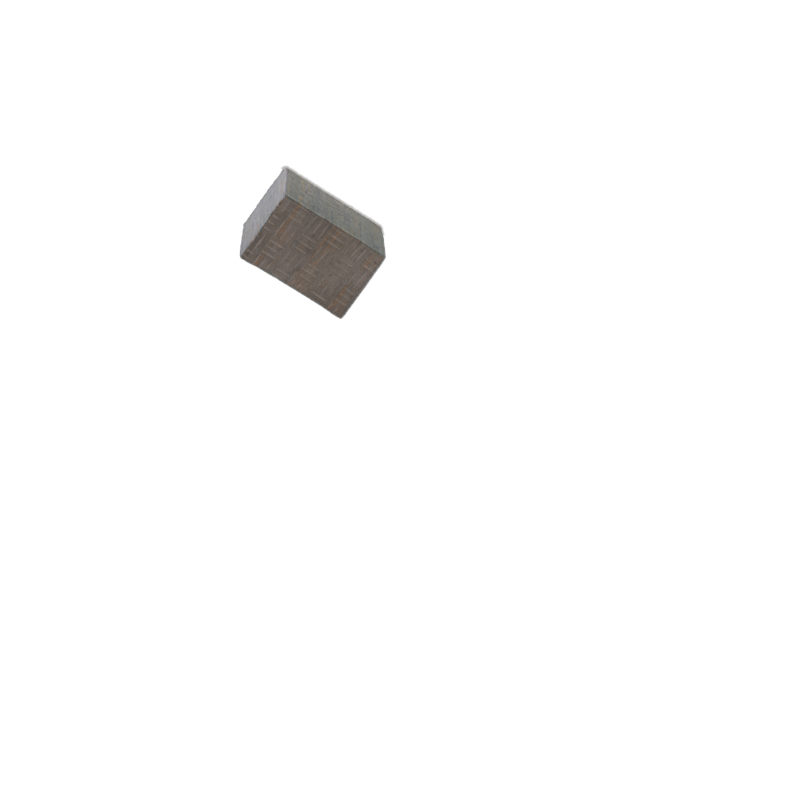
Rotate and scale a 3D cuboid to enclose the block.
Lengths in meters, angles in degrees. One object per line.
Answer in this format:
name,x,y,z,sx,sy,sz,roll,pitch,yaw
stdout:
block,-0.055,-0.100,0.702,0.075,0.052,0.054,32,22,-16
